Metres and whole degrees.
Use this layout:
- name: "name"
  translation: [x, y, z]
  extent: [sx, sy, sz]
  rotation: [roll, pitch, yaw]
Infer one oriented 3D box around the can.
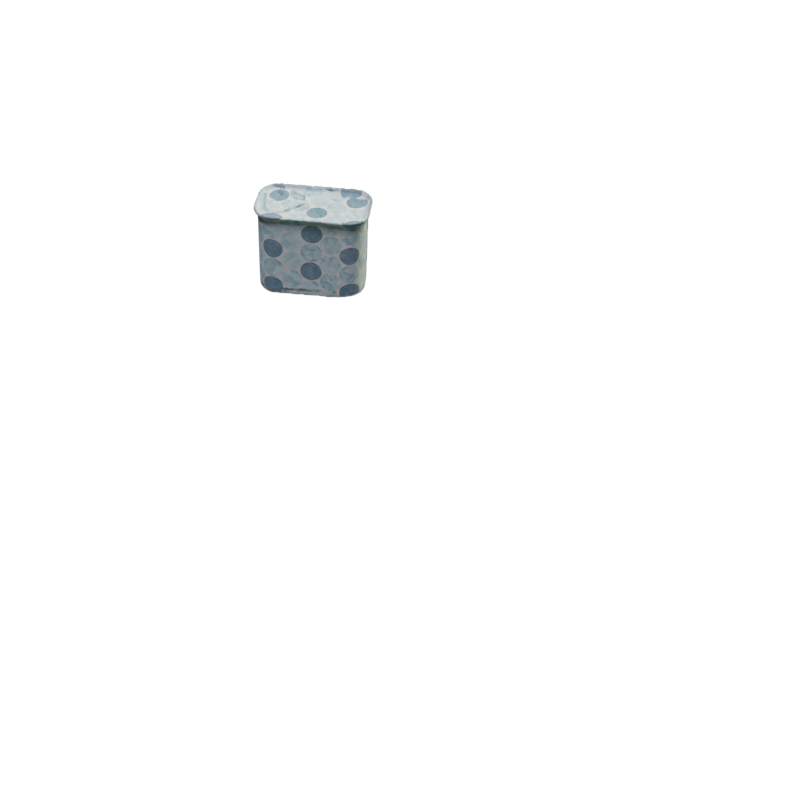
- name: "can"
  translation: [-0.078, -0.142, 0.992]
  extent: [0.103, 0.078, 0.061]
  rotation: [6, 38, 6]
